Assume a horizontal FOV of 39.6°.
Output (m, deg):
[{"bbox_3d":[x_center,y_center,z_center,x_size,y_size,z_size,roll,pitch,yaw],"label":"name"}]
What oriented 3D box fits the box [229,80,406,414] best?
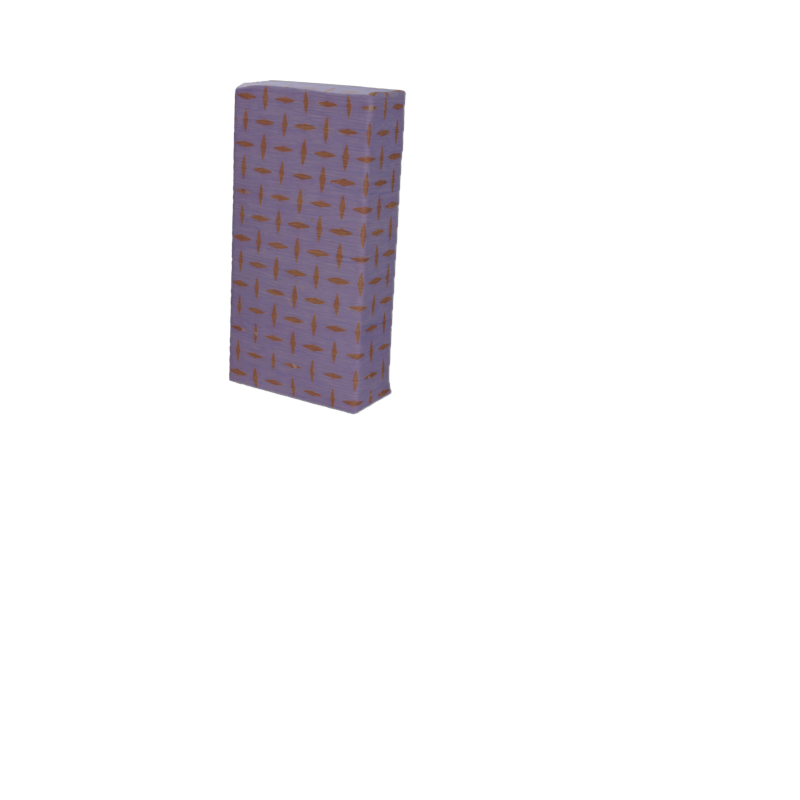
[{"bbox_3d":[-0.049,-0.089,0.627,0.098,0.170,0.047,11,17,31],"label":"box"}]
